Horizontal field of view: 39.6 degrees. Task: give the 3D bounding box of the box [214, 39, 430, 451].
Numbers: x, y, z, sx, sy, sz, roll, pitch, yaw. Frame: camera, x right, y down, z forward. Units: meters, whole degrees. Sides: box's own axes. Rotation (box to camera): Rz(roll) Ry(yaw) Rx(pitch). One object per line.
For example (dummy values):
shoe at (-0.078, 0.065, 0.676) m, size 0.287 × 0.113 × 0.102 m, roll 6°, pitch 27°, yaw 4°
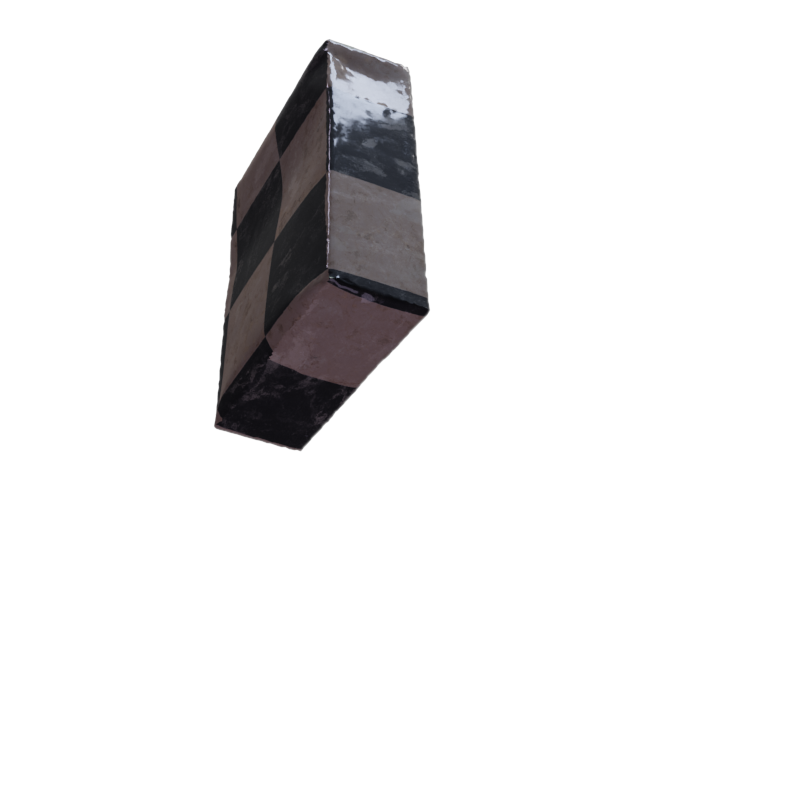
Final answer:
box at (-0.056, -0.103, 0.719) m, size 0.069 × 0.229 × 0.159 m, roll 18°, pitch -42°, yaw -24°
